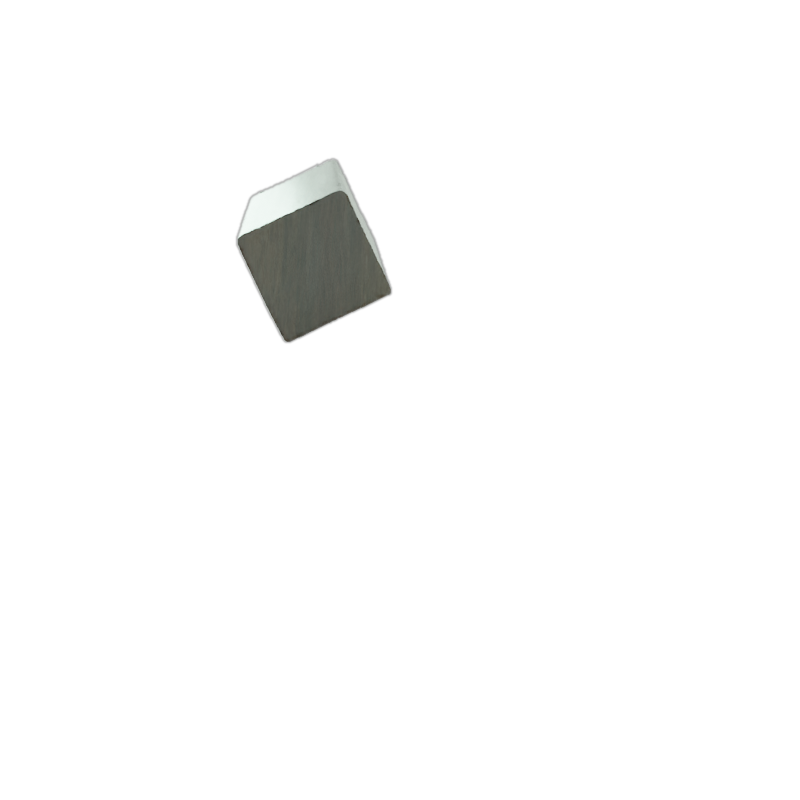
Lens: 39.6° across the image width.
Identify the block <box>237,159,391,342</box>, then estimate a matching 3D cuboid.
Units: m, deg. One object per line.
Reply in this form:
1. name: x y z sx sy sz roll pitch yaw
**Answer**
1. block: -0.072 -0.131 0.913 0.091 0.087 0.214 -25 17 4
